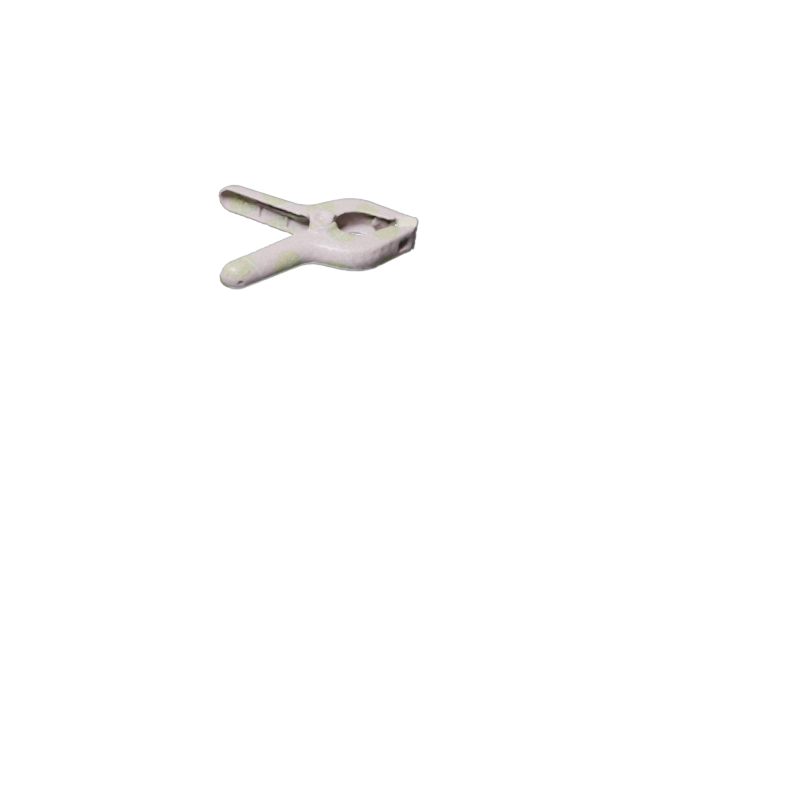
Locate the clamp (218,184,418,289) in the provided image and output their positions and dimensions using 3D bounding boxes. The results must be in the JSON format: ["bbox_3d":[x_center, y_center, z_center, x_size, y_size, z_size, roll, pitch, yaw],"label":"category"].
[{"bbox_3d":[-0.071,-0.130,0.912,0.172,0.128,0.036,3,-41,2],"label":"clamp"}]
